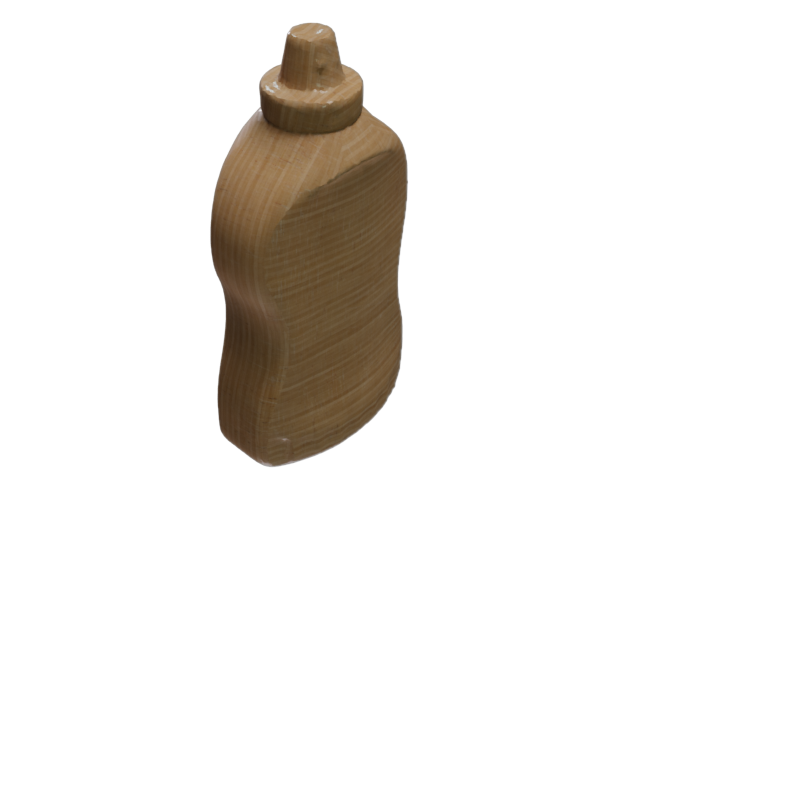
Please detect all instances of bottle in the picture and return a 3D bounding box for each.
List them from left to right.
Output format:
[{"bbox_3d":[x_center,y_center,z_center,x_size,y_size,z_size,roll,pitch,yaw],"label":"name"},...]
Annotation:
[{"bbox_3d":[-0.037,-0.068,0.472,0.062,0.179,0.096,31,46,32],"label":"bottle"}]
